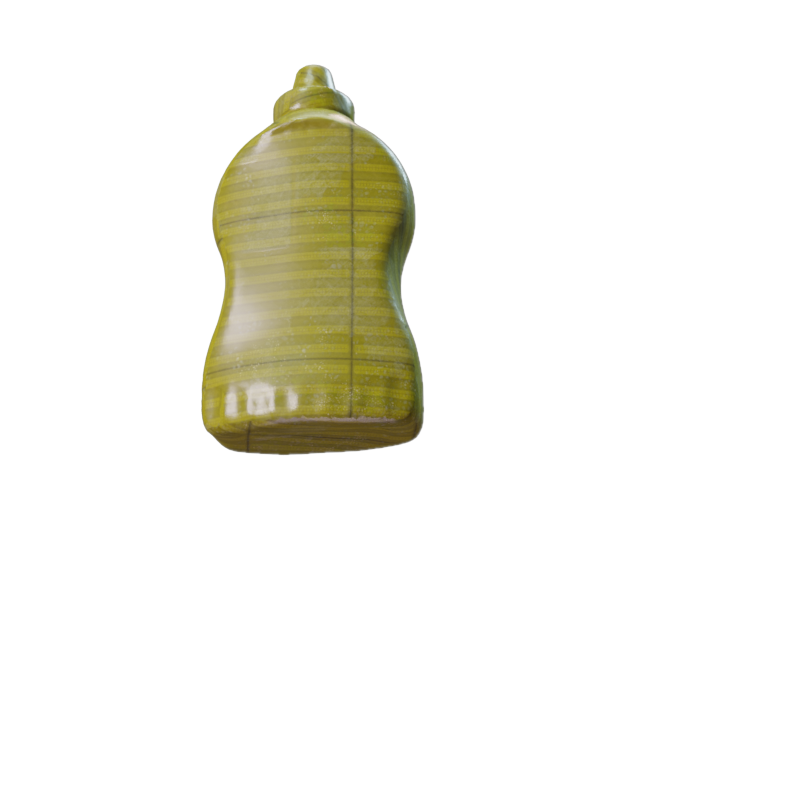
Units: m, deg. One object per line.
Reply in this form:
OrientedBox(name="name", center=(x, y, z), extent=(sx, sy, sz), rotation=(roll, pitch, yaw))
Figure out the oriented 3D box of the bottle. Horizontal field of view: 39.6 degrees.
OrientedBox(name="bottle", center=(-0.041, -0.074, 0.523), extent=(0.097, 0.202, 0.055), rotation=(-6, -24, 10))
